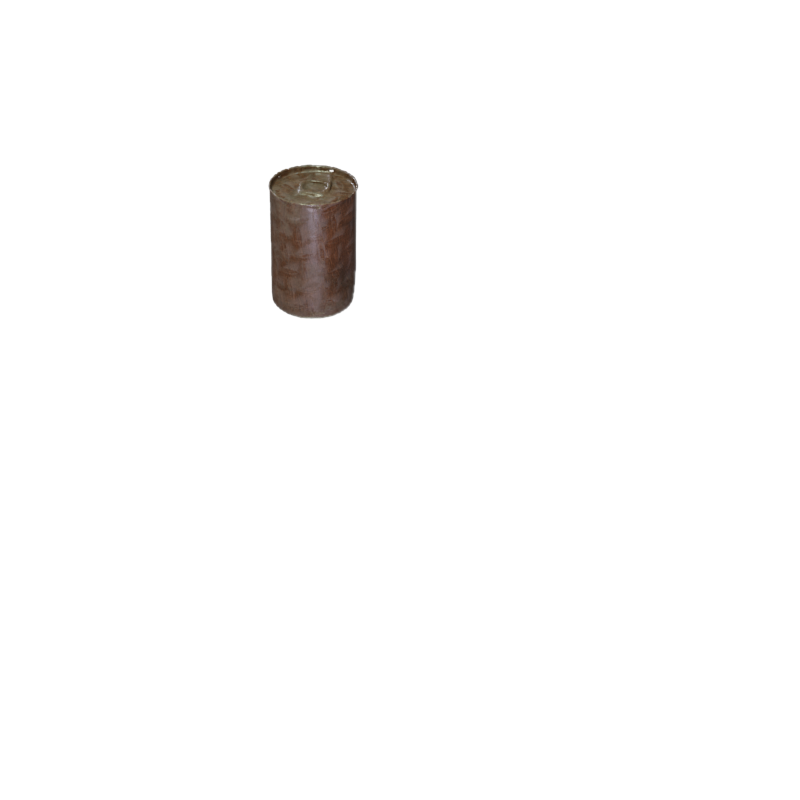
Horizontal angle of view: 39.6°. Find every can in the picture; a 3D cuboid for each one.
[{"bbox_3d":[-0.068,-0.123,0.865,0.068,0.096,0.073,0,33,-3],"label":"can"}]
